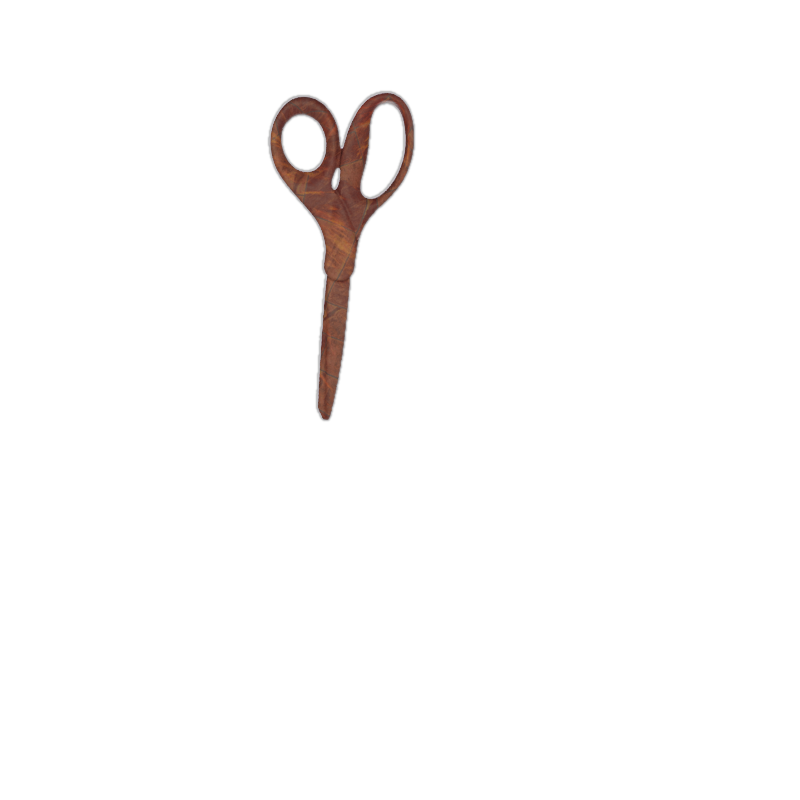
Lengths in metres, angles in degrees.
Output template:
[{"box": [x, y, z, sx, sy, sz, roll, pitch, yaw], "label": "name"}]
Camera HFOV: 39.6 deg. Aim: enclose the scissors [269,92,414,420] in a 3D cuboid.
[{"box": [-0.053, -0.096, 0.675, 0.096, 0.200, 0.016, 21, 4, -2], "label": "scissors"}]
